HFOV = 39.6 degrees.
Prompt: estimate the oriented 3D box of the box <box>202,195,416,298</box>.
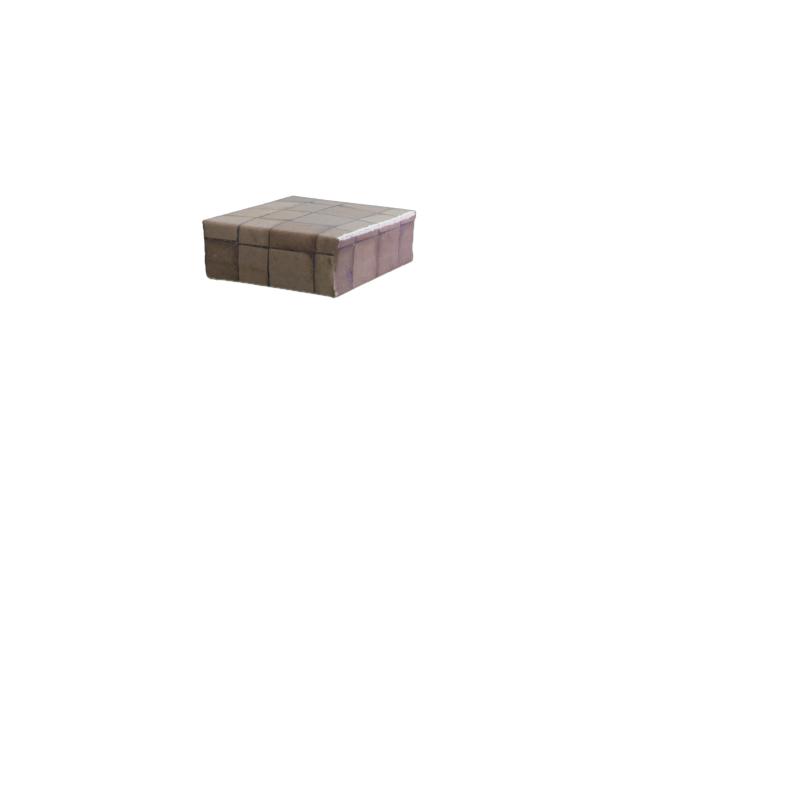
[{"bbox_3d":[-0.053,-0.096,0.670,0.093,0.037,0.114,9,22,23],"label":"box"}]
